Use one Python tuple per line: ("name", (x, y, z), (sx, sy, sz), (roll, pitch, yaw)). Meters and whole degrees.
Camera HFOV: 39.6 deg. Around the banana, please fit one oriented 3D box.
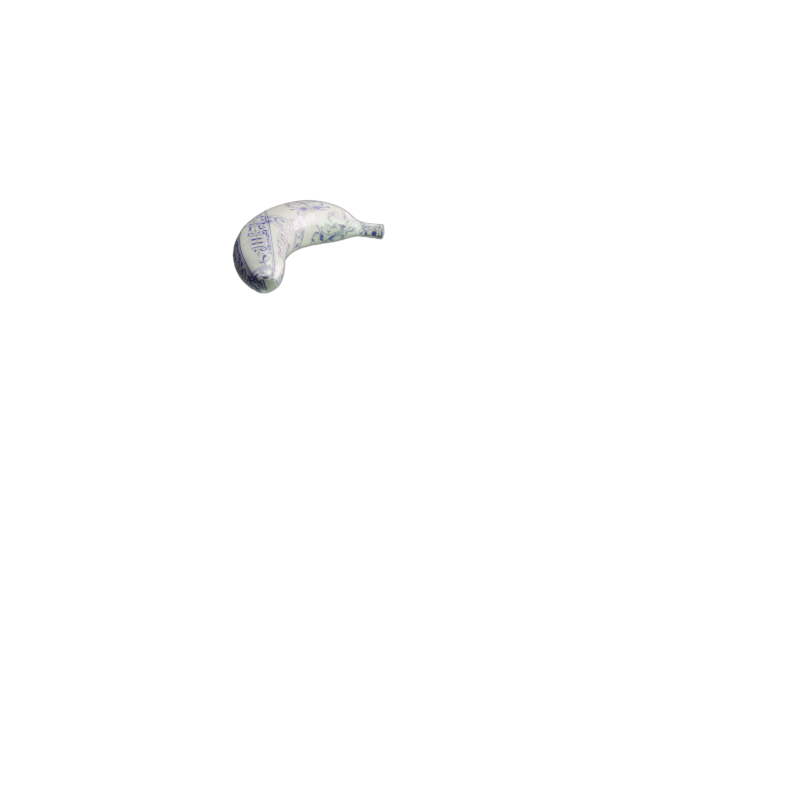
("banana", (-0.077, -0.116, 0.792), (0.072, 0.035, 0.199), (8, 22, 20))
